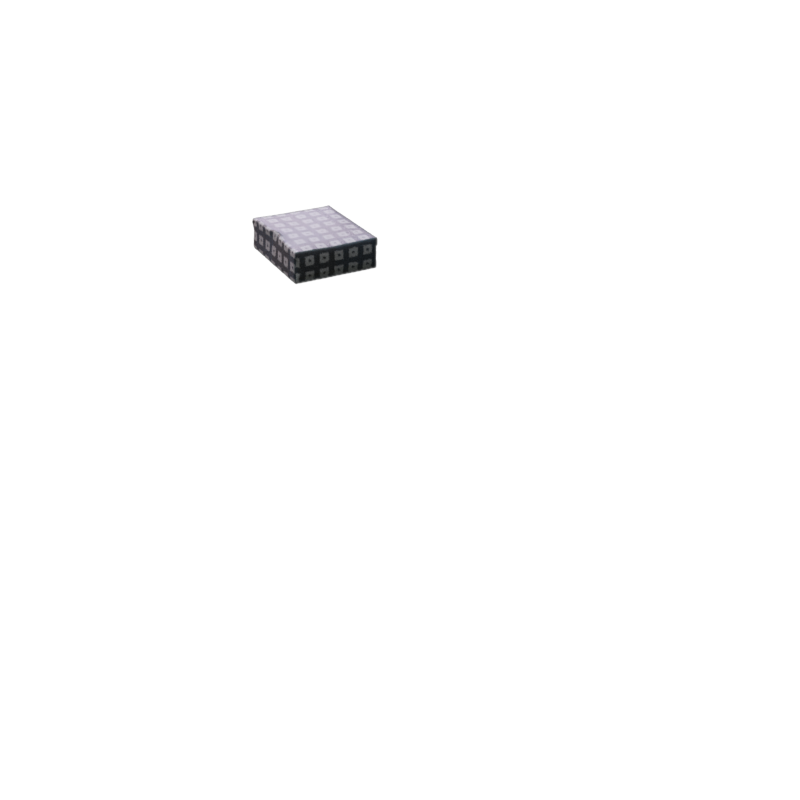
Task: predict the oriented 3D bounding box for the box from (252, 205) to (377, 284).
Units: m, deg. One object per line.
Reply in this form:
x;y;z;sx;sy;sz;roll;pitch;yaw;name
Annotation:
-0.071;-0.130;0.907;0.072;0.029;0.096;-13;31;-24;box
